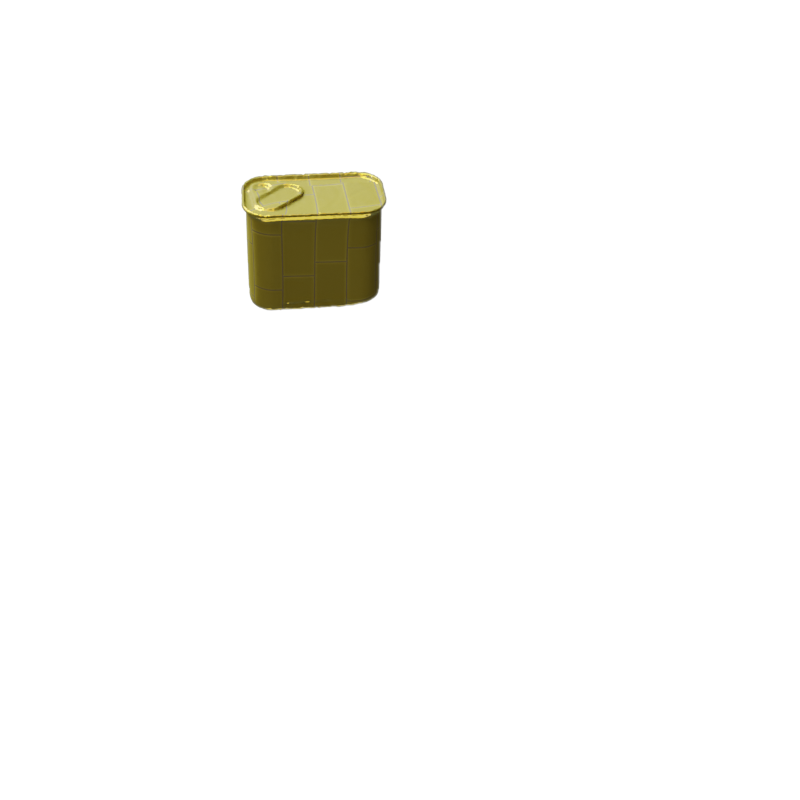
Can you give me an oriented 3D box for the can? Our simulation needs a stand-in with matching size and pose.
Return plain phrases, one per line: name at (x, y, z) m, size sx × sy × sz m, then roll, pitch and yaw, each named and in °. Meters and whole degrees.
can at (-0.063, -0.115, 0.807) m, size 0.101 × 0.078 × 0.062 m, roll -3°, pitch 37°, yaw -5°
